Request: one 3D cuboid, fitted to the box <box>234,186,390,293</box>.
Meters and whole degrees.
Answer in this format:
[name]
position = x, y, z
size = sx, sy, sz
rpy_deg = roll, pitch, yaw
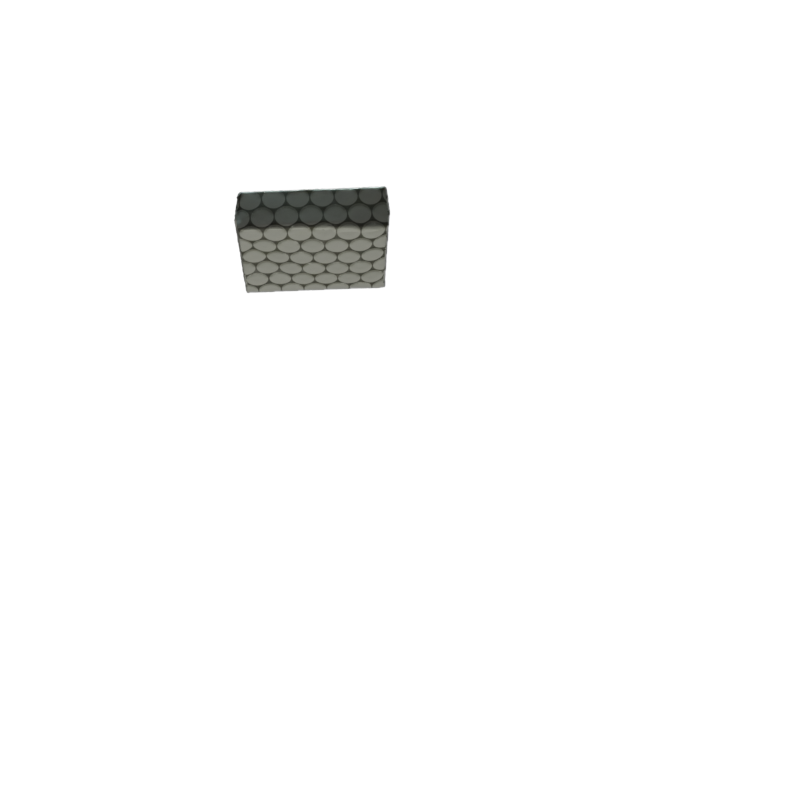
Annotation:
[box]
position = -0.066, -0.120, 0.840
size = 0.113, 0.041, 0.084
rpy_deg = 0, -28, -1
